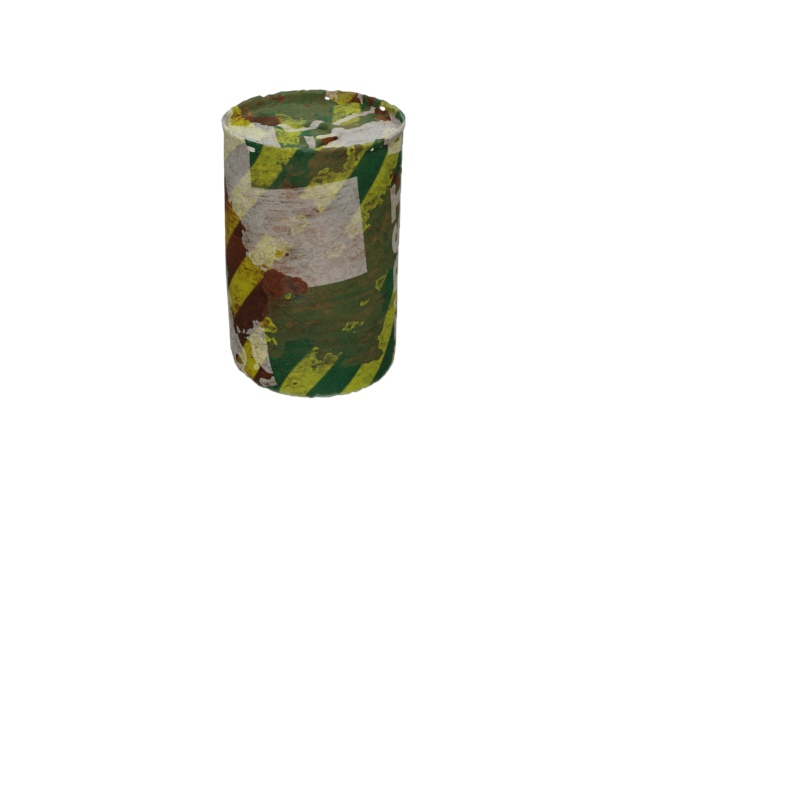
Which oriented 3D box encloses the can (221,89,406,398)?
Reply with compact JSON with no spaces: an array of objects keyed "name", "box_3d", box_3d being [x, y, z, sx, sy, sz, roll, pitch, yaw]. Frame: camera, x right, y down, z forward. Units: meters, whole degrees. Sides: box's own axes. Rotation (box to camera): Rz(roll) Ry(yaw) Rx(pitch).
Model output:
[{"name":"can","box_3d":[-0.034,-0.061,0.429,0.068,0.097,0.073,0,28,-2]}]
